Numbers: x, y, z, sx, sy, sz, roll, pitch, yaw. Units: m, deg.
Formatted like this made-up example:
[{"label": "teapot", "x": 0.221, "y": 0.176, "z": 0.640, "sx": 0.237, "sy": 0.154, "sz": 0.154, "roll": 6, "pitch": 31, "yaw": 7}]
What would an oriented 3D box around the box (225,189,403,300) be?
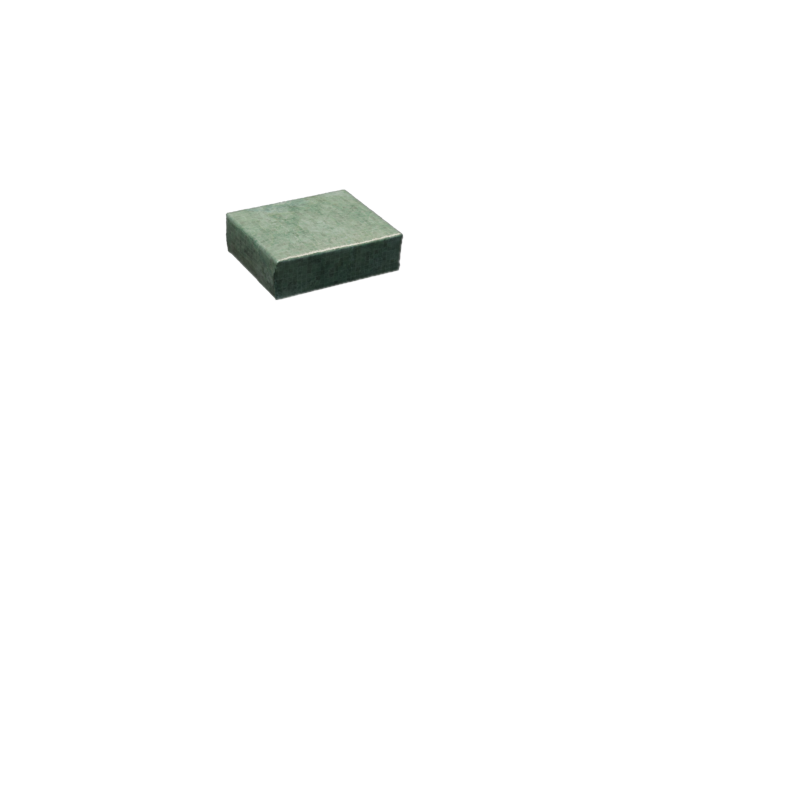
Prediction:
[{"label": "box", "x": -0.068, "y": -0.124, "z": 0.870, "sx": 0.112, "sy": 0.036, "sz": 0.097, "roll": -18, "pitch": 38, "yaw": -26}]
